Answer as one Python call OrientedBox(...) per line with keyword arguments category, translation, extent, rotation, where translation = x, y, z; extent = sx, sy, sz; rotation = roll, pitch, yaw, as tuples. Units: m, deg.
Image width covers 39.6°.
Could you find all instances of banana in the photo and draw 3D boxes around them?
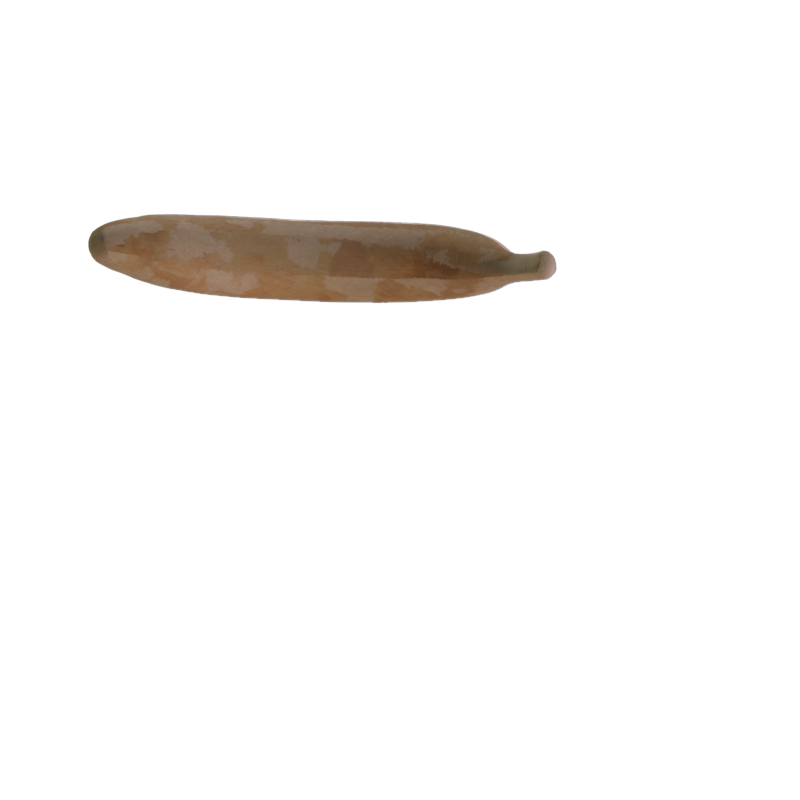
OrientedBox(category="banana", translation=(-0.036, -0.066, 0.497), extent=(0.197, 0.038, 0.068), rotation=(1, -10, -4))
